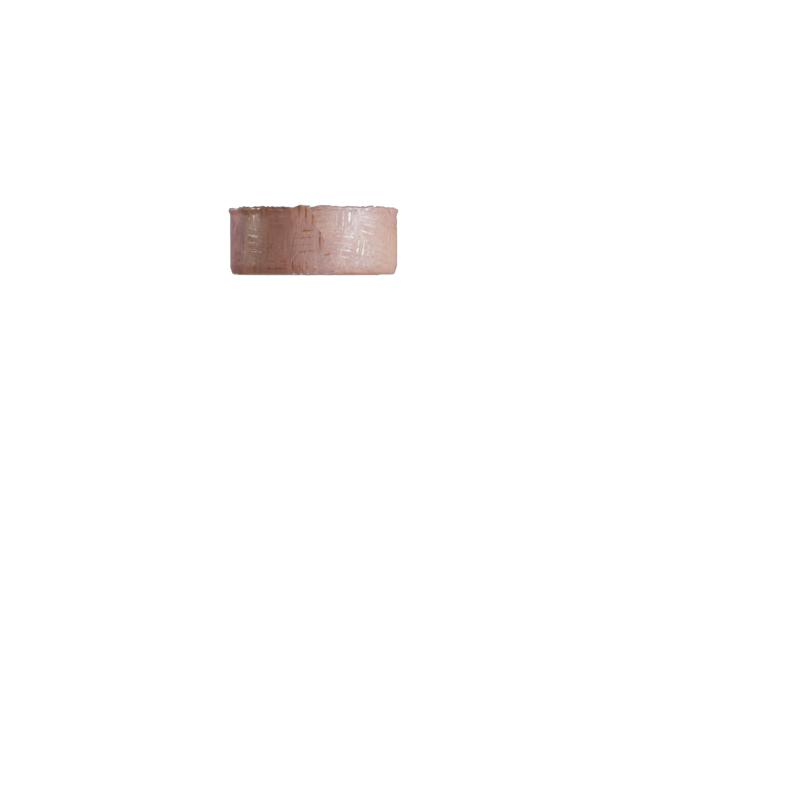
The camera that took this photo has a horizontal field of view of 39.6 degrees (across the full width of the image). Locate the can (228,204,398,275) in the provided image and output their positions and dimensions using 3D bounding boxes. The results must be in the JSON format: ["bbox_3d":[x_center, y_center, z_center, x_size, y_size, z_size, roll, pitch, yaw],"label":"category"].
[{"bbox_3d":[-0.044,-0.080,0.561,0.086,0.033,0.087,0,6,-2],"label":"can"}]
